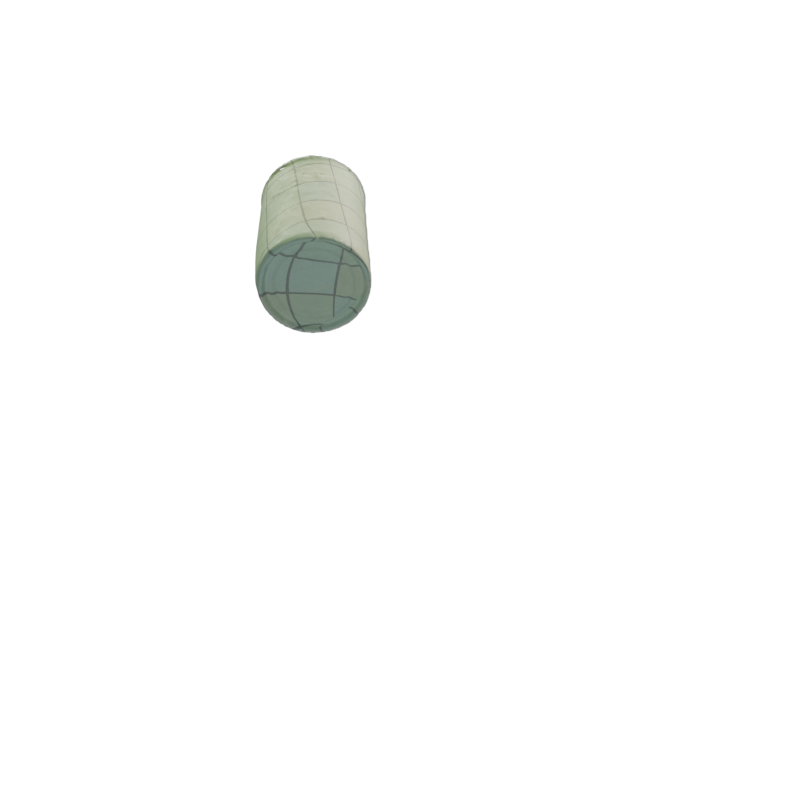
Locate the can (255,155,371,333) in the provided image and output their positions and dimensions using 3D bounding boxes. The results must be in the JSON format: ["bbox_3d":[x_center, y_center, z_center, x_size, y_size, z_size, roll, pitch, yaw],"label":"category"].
[{"bbox_3d":[-0.053,-0.096,0.674,0.068,0.064,0.109,-1,35,-3],"label":"can"}]
